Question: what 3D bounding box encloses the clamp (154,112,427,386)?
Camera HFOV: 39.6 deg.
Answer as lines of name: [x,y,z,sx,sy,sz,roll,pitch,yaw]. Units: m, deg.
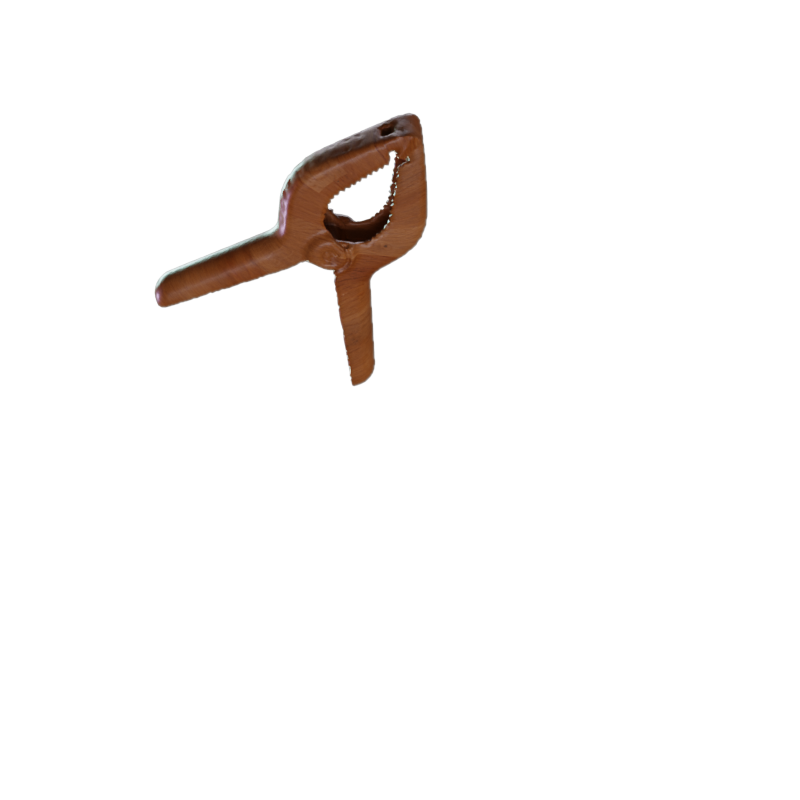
clamp: [-0.056,-0.102,0.712,0.160,0.202,0.039,18,40,-16]
